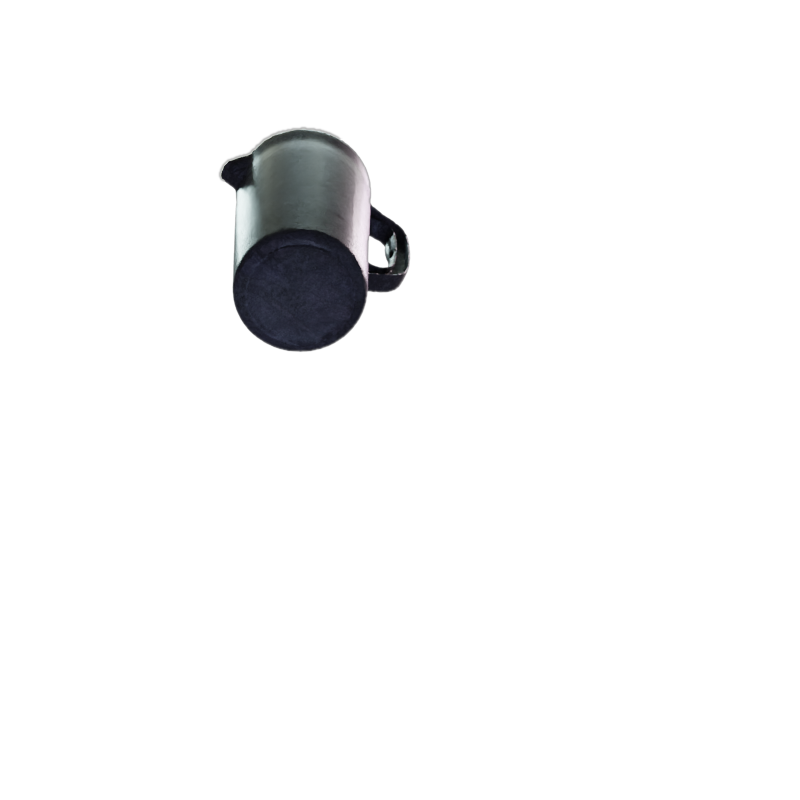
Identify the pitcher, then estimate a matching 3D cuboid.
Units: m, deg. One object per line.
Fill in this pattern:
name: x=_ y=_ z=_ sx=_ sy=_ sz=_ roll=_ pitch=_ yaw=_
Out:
pitcher: x=-0.077 y=-0.141 z=0.985 sx=0.149 sy=0.136 sz=0.257 roll=-19 pitch=28 yaw=7
